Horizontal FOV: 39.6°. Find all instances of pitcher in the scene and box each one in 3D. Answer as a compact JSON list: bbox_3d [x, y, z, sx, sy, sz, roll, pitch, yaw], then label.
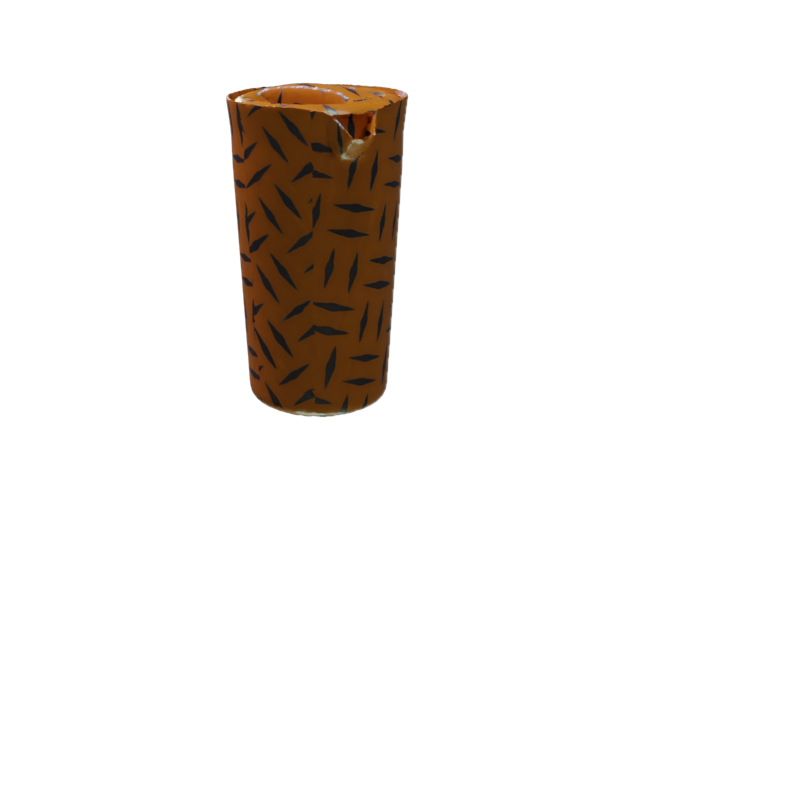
[{"bbox_3d":[-0.067,-0.121,0.850,0.149,0.234,0.151,7,19,18],"label":"pitcher"}]
